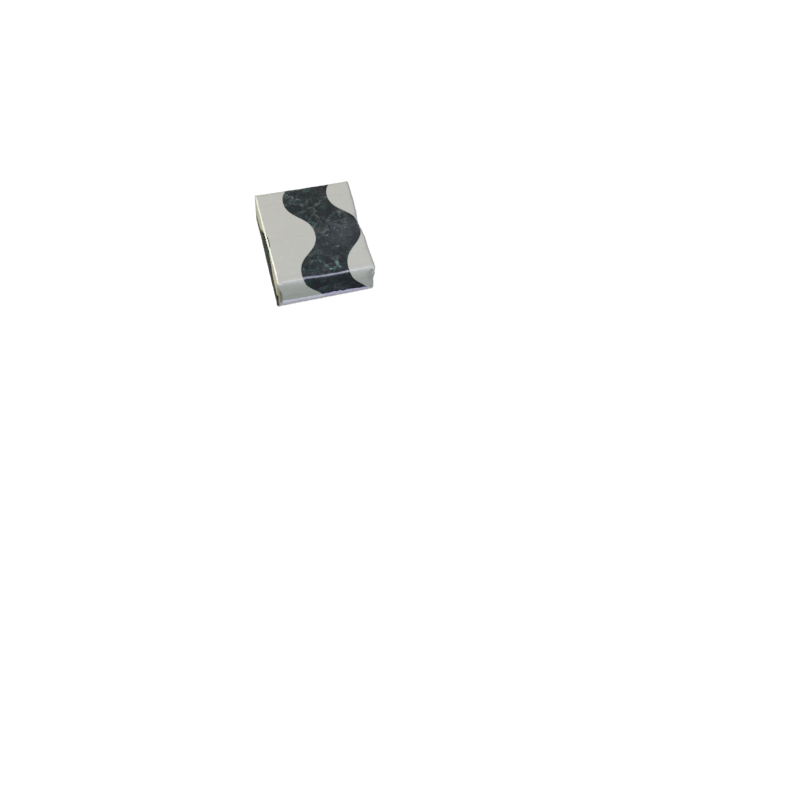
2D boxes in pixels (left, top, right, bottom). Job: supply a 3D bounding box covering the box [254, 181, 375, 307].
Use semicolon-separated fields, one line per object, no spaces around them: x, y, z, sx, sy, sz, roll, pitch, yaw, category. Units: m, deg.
-0.064;-0.117;0.823;0.072;0.096;0.028;-11;-35;-8;box
